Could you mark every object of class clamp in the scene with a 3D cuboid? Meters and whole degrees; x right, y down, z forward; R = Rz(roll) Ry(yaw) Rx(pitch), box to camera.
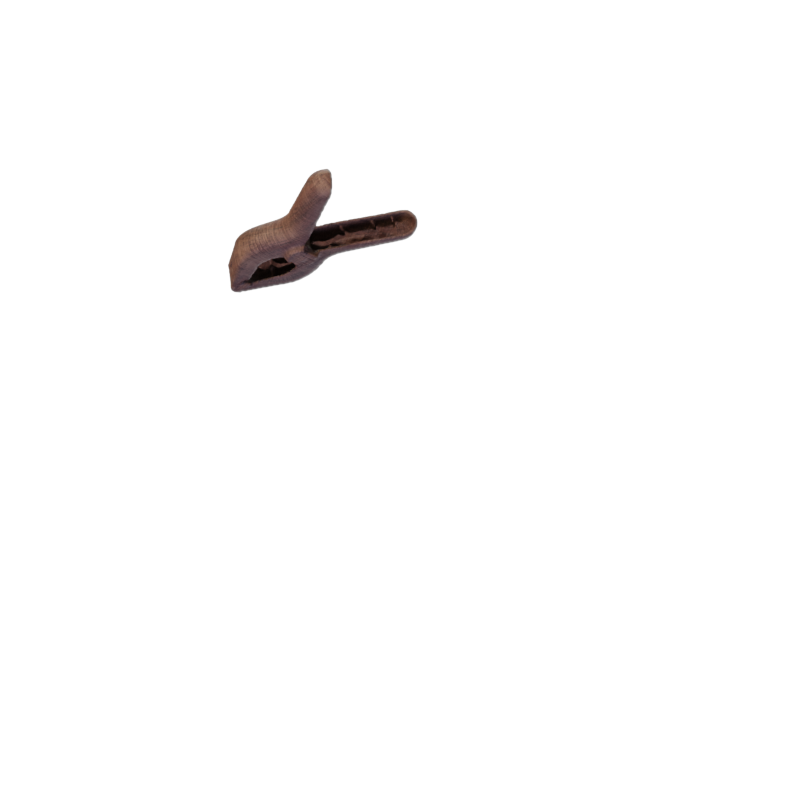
[{"bbox_3d":[-0.073,-0.133,0.933,0.113,0.042,0.171,20,-32,-37],"label":"clamp"}]
